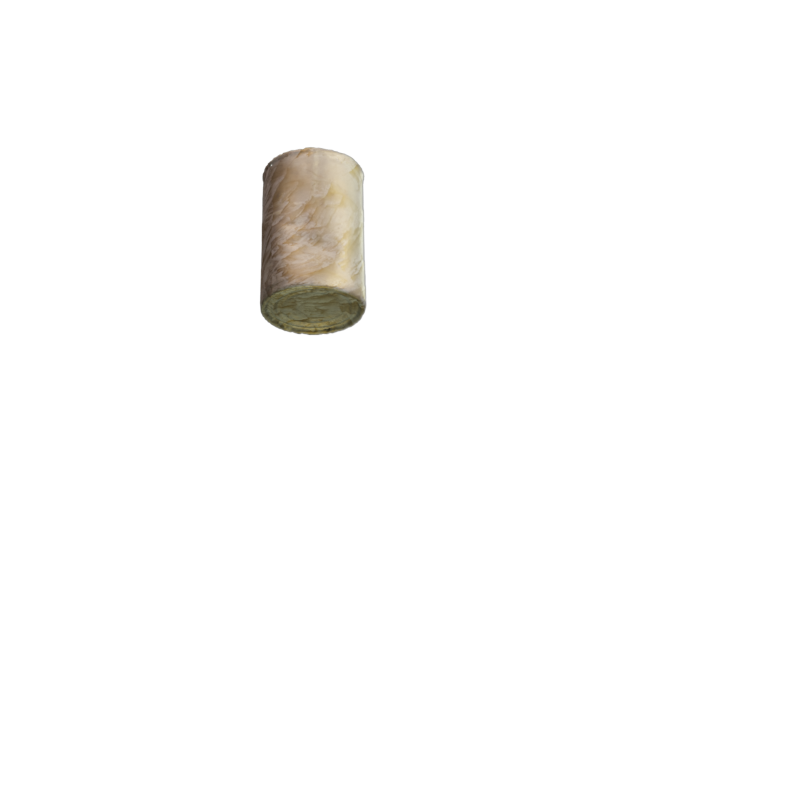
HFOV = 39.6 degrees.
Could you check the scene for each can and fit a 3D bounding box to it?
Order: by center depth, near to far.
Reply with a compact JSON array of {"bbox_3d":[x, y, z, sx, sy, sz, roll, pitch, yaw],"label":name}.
[{"bbox_3d":[-0.056,-0.102,0.713,0.068,0.109,0.064,0,-28,-2],"label":"can"}]
